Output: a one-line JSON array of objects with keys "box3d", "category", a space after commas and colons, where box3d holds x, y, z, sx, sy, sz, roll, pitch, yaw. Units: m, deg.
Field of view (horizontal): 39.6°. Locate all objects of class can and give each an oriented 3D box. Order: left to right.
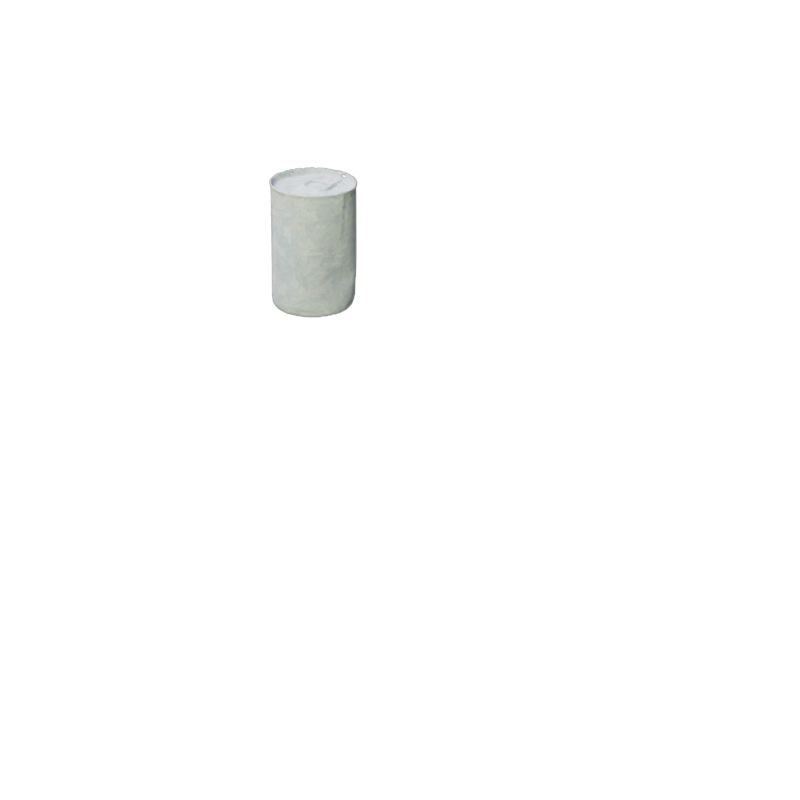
[{"box3d": [-0.068, -0.125, 0.873, 0.068, 0.097, 0.072, 0, 25, -2], "category": "can"}]
